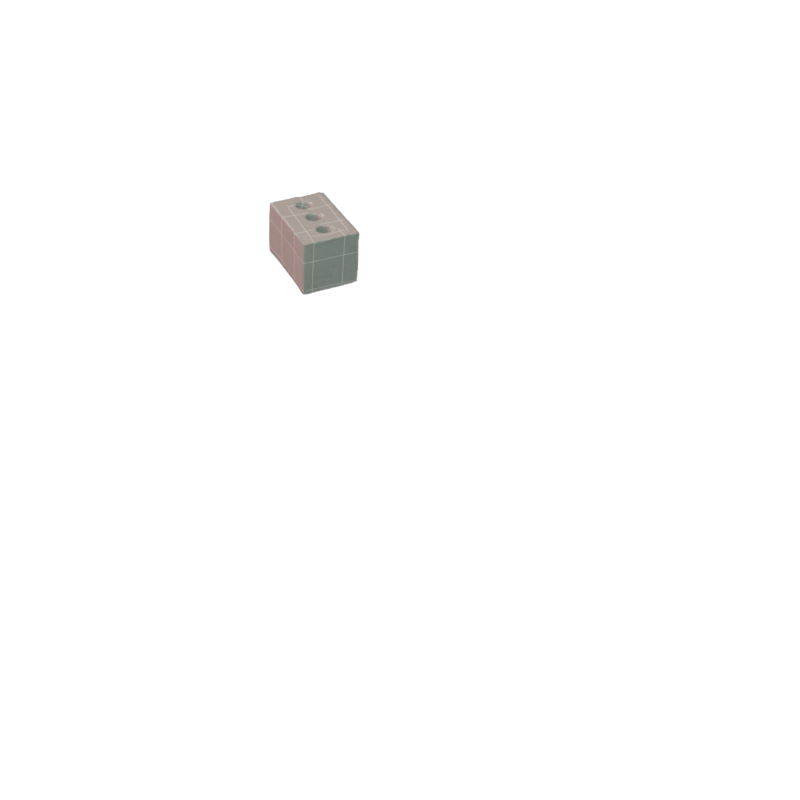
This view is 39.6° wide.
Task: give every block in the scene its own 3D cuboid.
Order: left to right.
[{"bbox_3d":[-0.074,-0.136,0.950,0.052,0.048,0.084,-15,39,-22],"label":"block"}]
